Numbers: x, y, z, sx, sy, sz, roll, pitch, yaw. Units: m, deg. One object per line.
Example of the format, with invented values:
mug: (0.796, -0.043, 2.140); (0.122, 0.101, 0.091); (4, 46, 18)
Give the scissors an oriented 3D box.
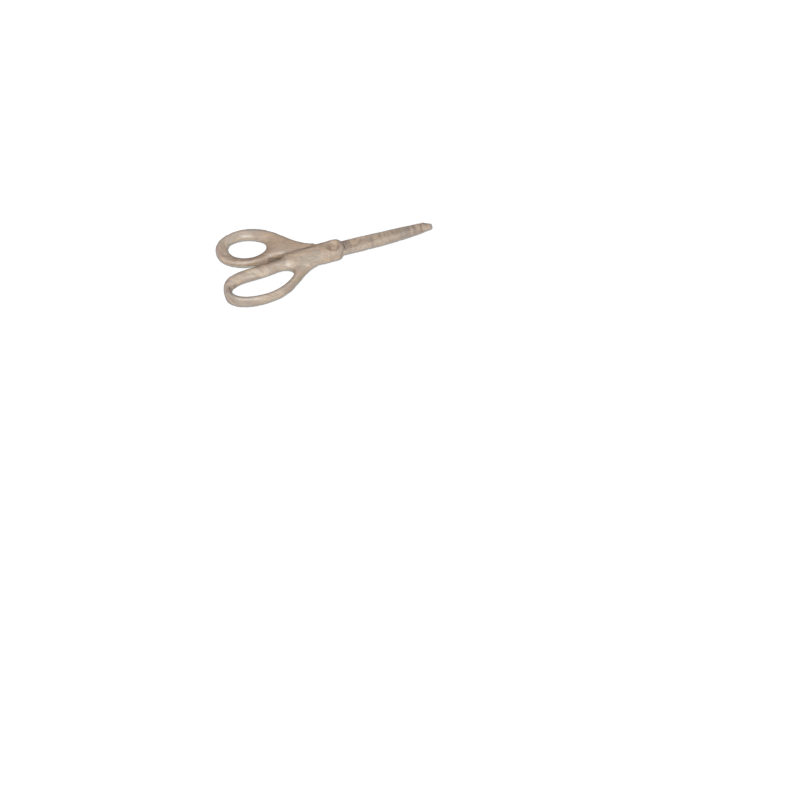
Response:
scissors: (-0.078, -0.143, 0.999); (0.201, 0.015, 0.103); (-29, 54, -24)
